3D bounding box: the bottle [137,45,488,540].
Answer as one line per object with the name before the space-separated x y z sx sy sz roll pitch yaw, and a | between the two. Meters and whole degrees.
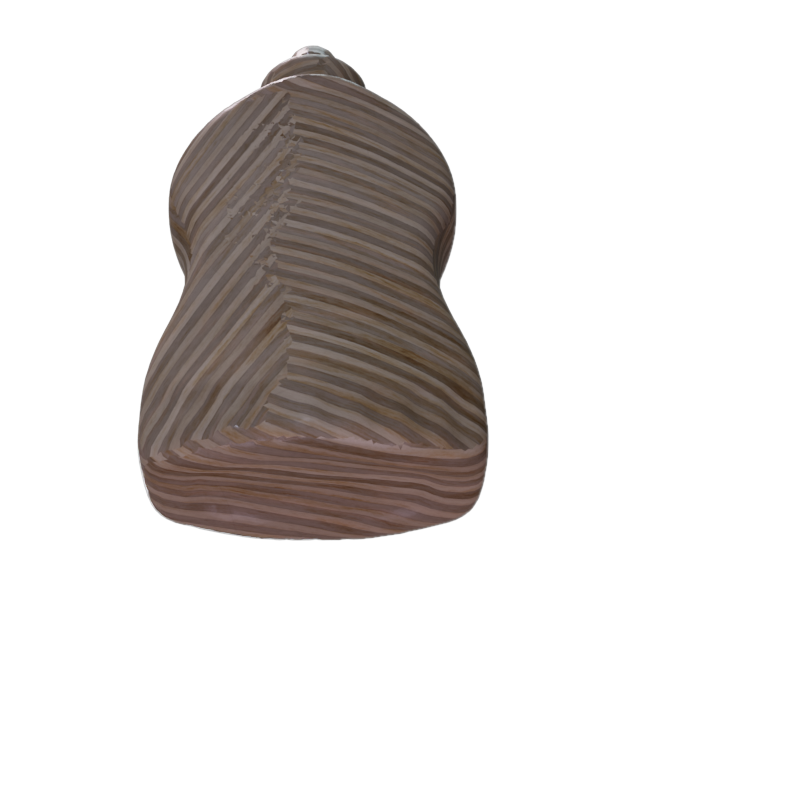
bottle | -0.029 -0.052 0.365 0.096 0.206 0.054 -3 -40 0
